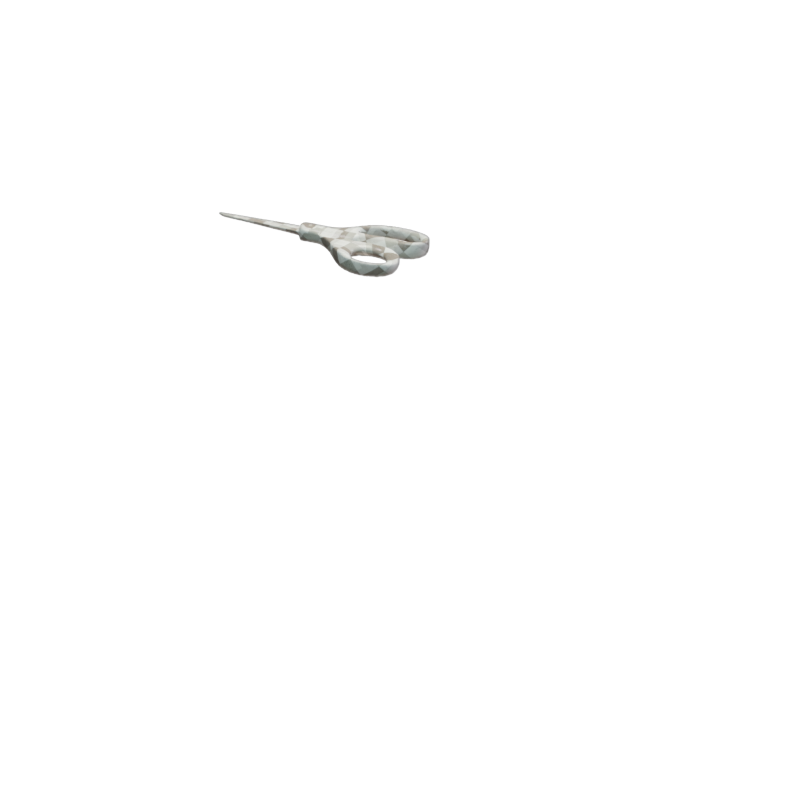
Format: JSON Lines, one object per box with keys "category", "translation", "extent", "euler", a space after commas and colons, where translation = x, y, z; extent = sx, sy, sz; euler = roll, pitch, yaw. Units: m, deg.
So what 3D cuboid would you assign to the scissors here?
{"category": "scissors", "translation": [-0.077, -0.140, 0.978], "extent": [0.205, 0.015, 0.100], "euler": [6, 30, 11]}
